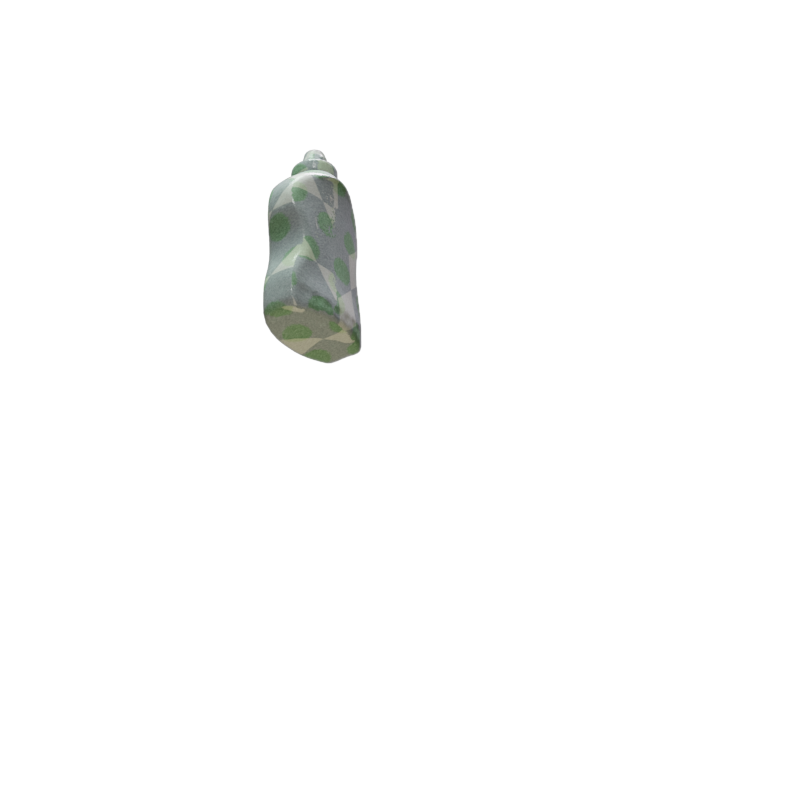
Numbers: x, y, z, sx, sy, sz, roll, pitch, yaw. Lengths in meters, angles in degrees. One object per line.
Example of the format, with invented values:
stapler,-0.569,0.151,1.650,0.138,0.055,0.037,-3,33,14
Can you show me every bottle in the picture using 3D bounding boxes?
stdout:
bottle,-0.073,-0.134,0.935,0.059,0.205,0.089,-24,-39,29
